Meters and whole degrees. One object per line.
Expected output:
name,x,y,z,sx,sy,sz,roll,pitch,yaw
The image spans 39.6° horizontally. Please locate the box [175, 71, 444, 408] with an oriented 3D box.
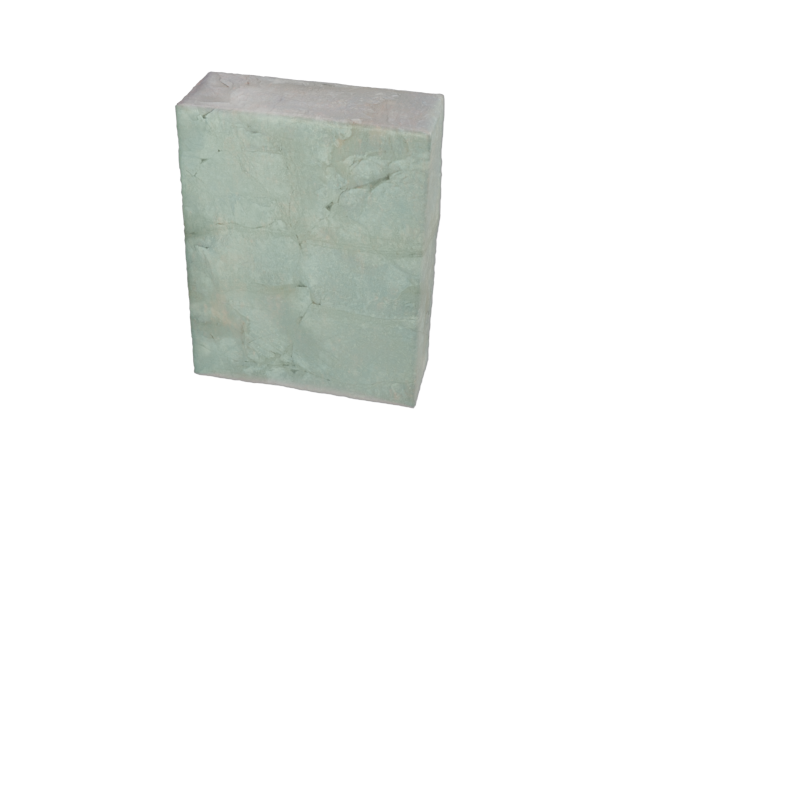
box,-0.059,-0.107,0.753,0.167,0.200,0.075,9,34,11
